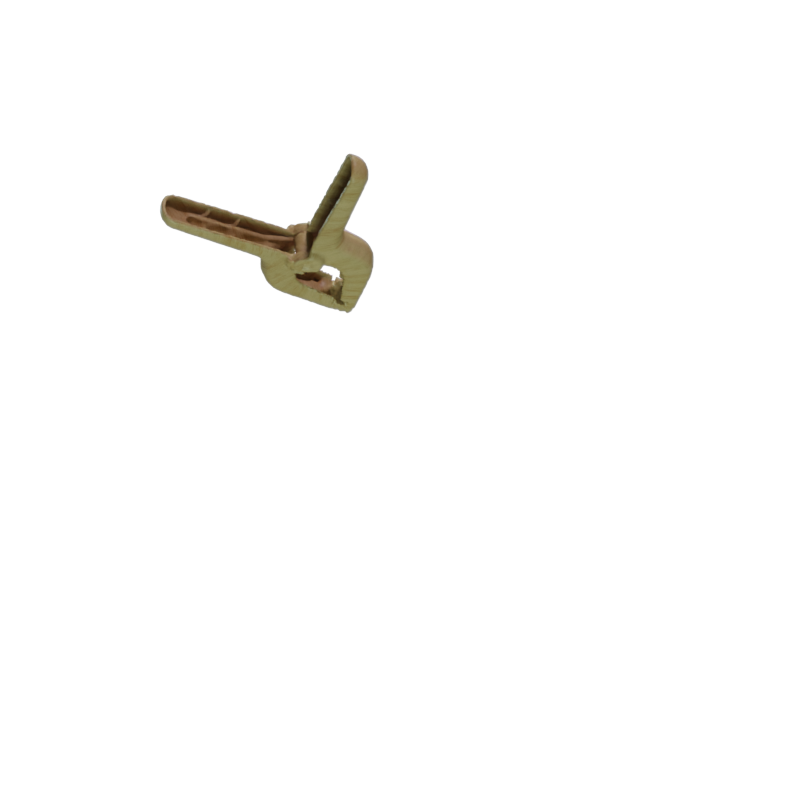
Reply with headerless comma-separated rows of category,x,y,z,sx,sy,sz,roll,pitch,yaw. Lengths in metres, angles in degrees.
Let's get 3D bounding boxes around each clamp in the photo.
clamp,-0.070,-0.127,0.891,0.167,0.038,0.195,-11,-26,23
